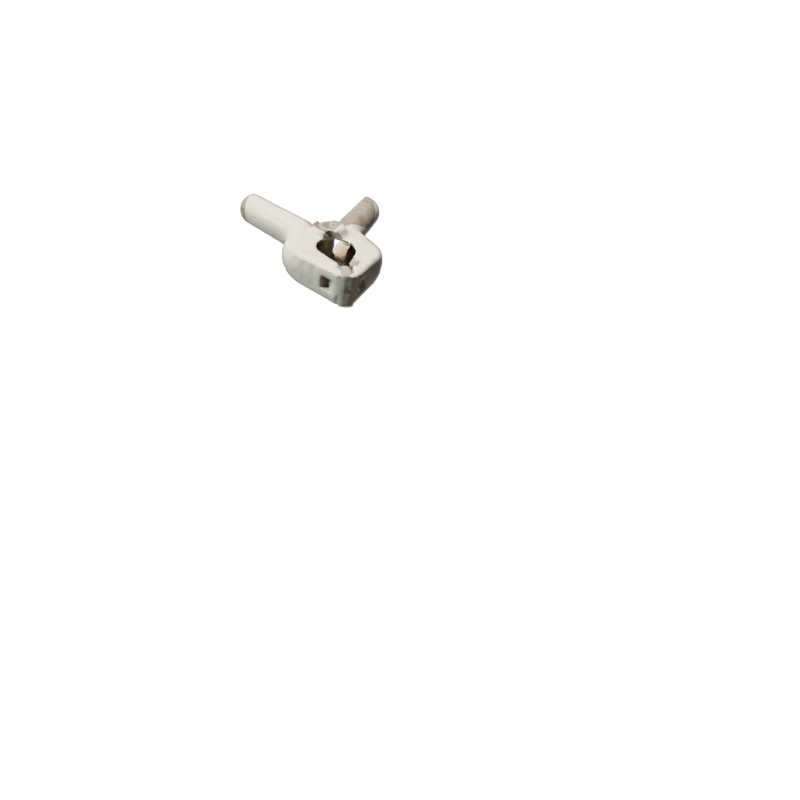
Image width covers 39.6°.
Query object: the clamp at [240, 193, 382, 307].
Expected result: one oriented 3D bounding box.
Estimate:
[{"bbox_3d":[-0.070,-0.128,0.897,0.119,0.037,0.182,-2,29,-4],"label":"clamp"}]
